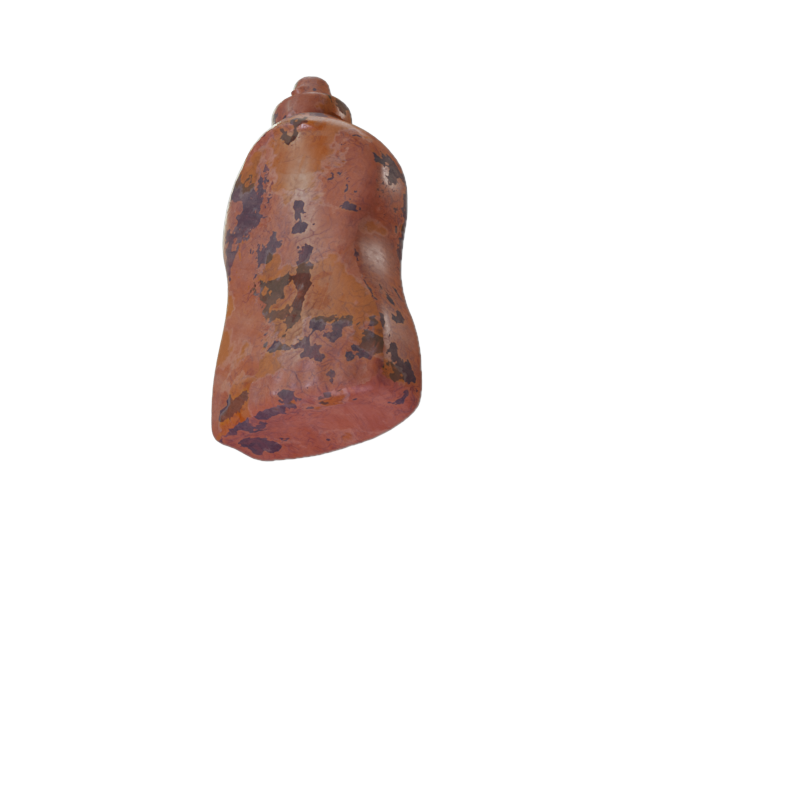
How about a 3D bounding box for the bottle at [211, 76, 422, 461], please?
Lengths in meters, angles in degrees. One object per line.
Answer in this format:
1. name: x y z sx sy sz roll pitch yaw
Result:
1. bottle: -0.041 -0.075 0.520 0.097 0.204 0.054 -23 -37 31
